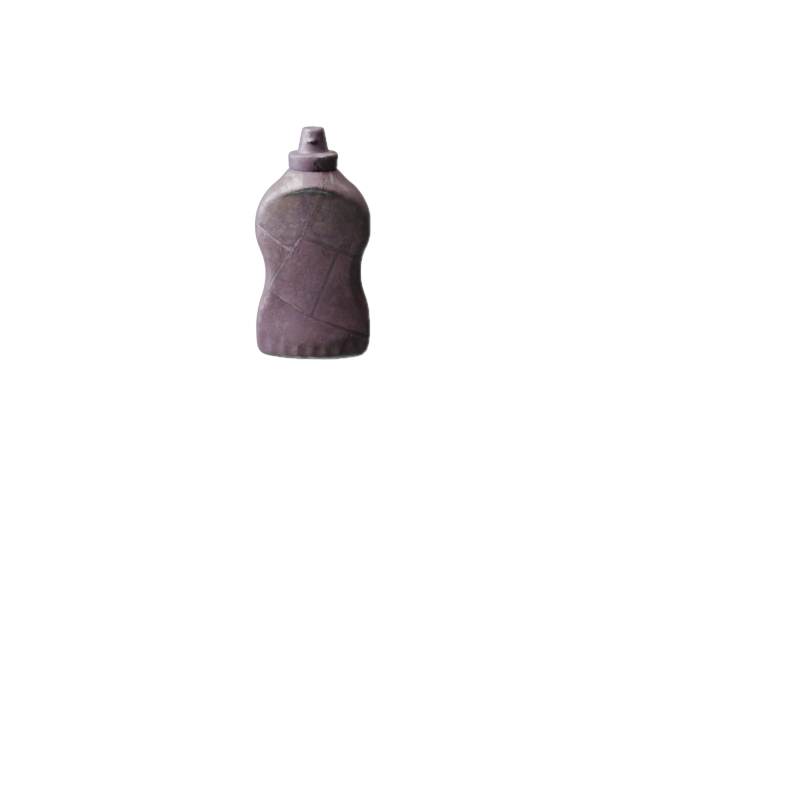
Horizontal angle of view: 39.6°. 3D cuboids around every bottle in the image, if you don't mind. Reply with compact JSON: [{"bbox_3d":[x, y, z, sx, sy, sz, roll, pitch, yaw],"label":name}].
[{"bbox_3d":[-0.072,-0.132,0.926,0.097,0.186,0.060,2,14,4],"label":"bottle"}]
